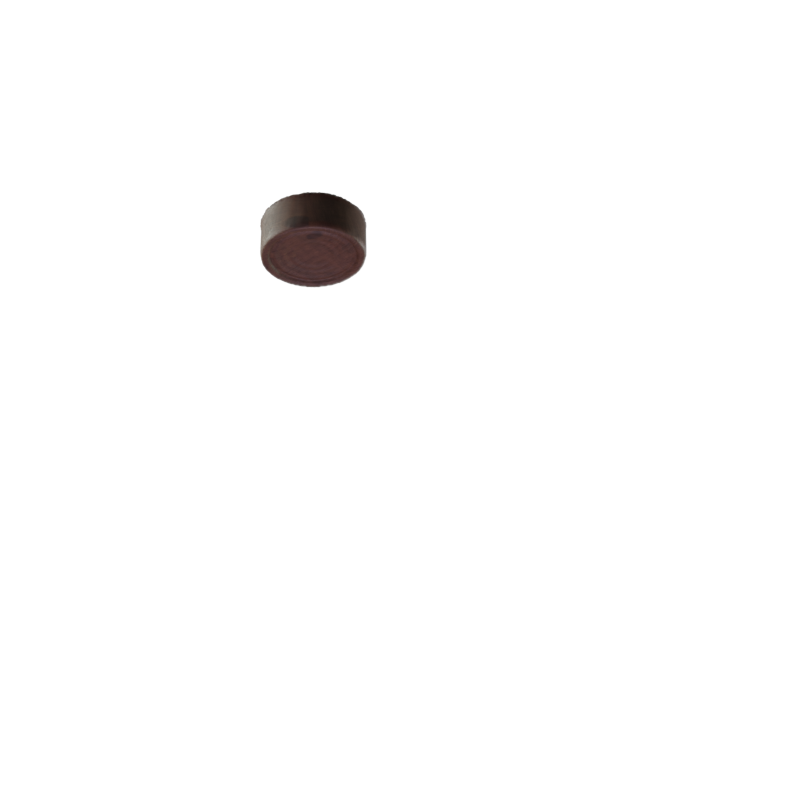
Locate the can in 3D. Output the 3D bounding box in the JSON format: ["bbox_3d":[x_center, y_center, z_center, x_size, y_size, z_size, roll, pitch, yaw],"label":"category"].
[{"bbox_3d":[-0.069,-0.127,0.887,0.086,0.036,0.080,1,-32,-2],"label":"can"}]
